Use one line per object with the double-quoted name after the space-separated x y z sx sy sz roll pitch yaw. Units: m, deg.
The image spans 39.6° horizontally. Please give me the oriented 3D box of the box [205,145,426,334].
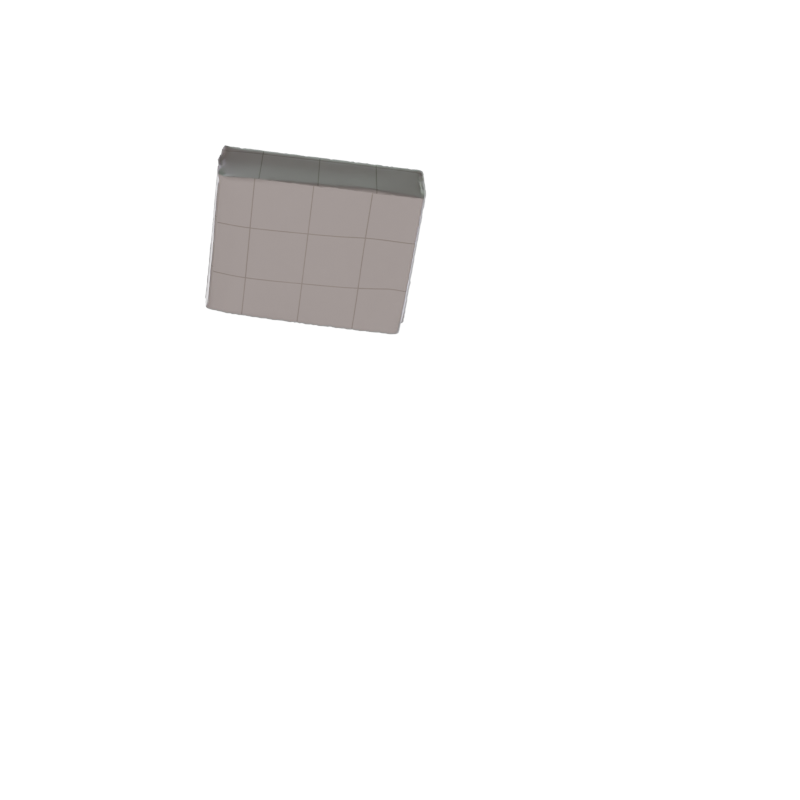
-0.048 -0.087 0.612 0.113 0.085 0.041 7 32 -5 "box"
